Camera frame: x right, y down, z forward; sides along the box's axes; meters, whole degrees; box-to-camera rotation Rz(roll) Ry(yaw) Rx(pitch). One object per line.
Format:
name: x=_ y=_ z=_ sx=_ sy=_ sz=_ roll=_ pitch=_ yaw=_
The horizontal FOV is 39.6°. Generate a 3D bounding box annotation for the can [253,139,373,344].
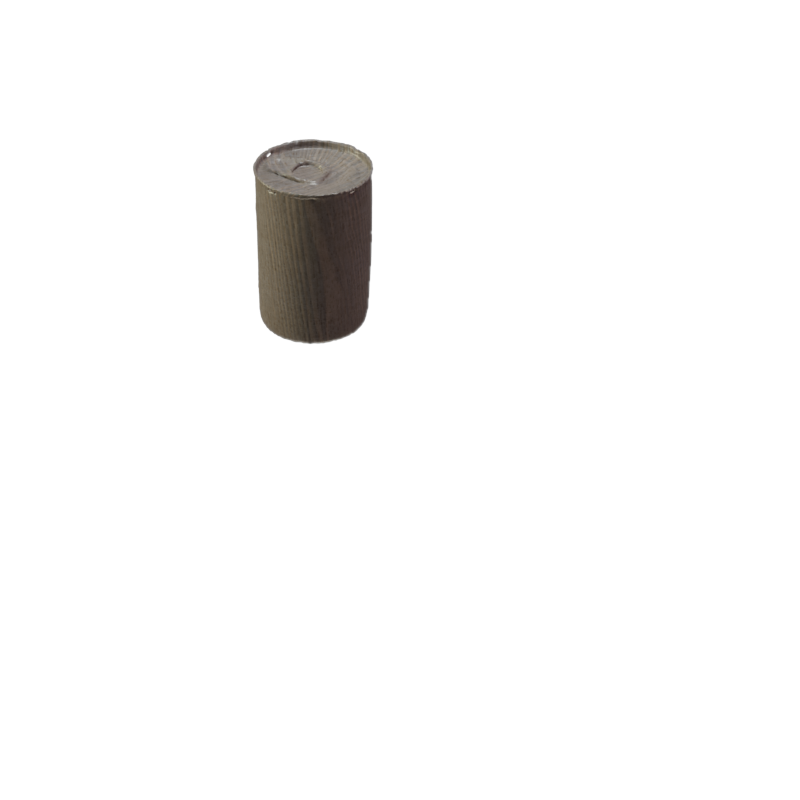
can: x=-0.051 y=-0.093 z=0.652 sx=0.068 sy=0.096 sz=0.073 roll=0 pitch=35 yaw=-3
